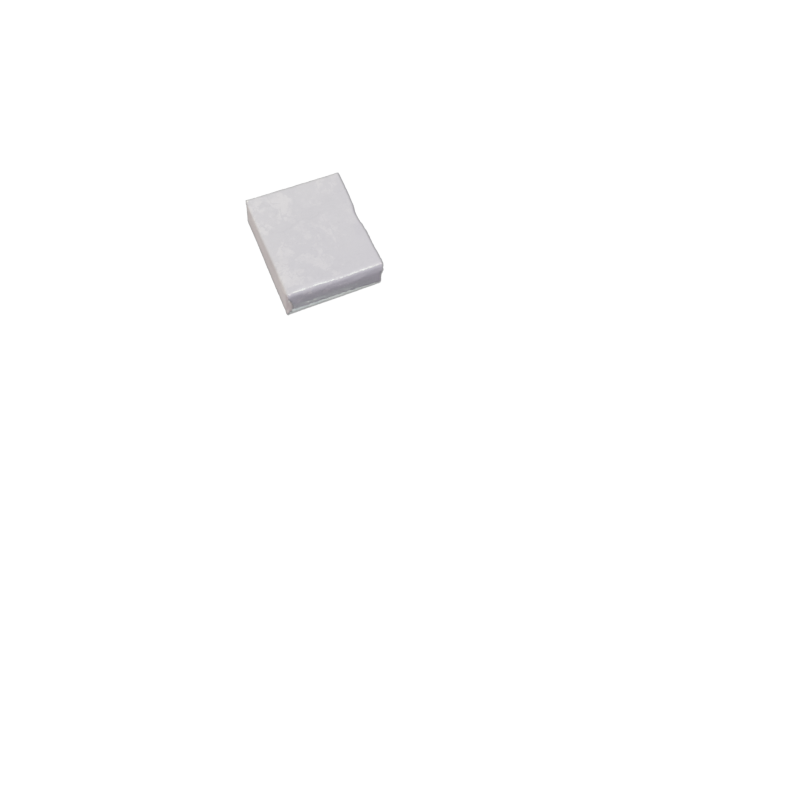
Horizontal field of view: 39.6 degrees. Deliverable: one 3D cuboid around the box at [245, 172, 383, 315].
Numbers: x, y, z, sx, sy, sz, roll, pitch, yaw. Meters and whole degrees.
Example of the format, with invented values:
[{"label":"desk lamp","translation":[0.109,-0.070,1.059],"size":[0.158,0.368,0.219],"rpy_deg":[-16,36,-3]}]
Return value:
[{"label":"box","translation":[-0.062,-0.113,0.794],"size":[0.073,0.096,0.028],"rpy_deg":[-19,-29,-11]}]
